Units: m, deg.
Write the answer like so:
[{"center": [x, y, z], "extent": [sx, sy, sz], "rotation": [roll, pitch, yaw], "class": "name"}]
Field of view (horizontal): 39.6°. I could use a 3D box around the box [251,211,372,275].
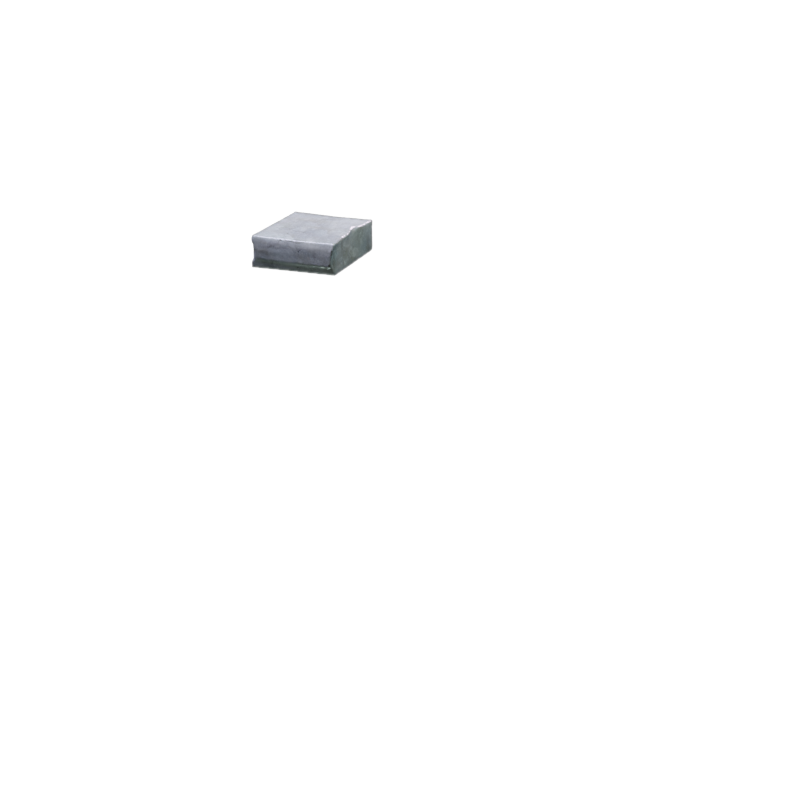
[{"center": [-0.072, -0.131, 0.916], "extent": [0.075, 0.029, 0.090], "rotation": [8, 23, 19], "class": "box"}]
